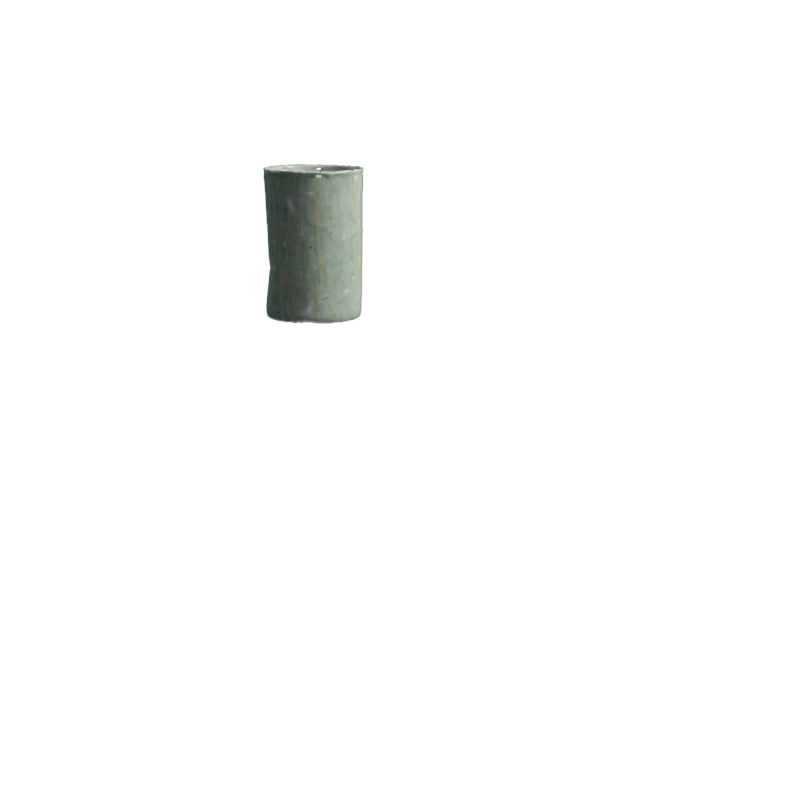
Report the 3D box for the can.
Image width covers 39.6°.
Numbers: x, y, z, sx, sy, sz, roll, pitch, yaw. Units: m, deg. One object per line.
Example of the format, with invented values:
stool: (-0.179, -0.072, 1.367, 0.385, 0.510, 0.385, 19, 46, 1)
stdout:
can: (-0.059, -0.108, 0.758, 0.068, 0.100, 0.070, 0, 10, -2)
